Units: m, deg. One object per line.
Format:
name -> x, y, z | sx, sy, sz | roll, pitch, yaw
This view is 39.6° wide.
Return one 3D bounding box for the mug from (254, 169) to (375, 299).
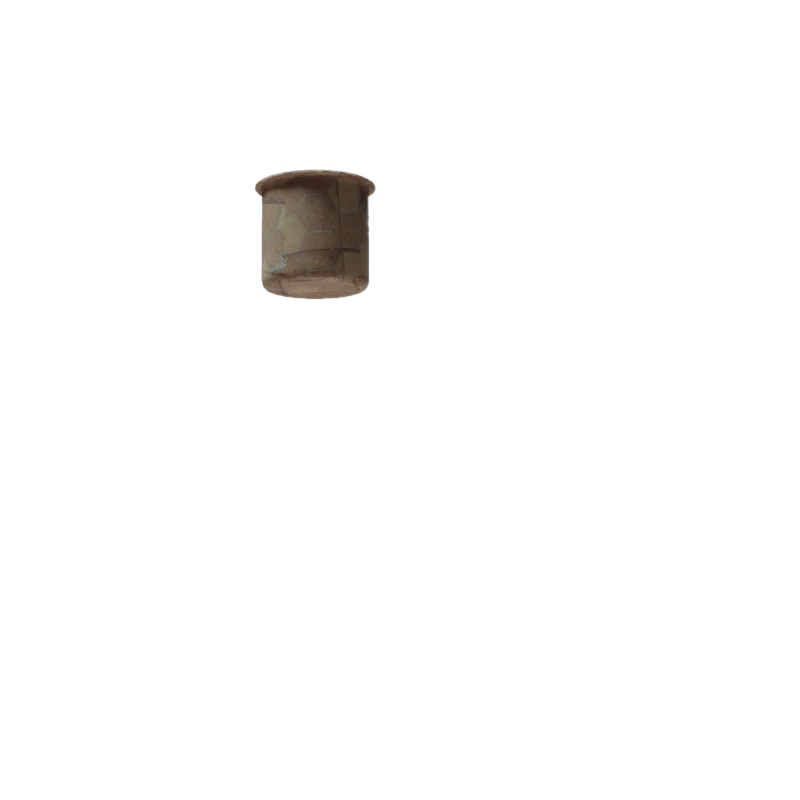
mug -> -0.067, -0.122, 0.857 | 0.092, 0.084, 0.116 | 1, -9, -10
